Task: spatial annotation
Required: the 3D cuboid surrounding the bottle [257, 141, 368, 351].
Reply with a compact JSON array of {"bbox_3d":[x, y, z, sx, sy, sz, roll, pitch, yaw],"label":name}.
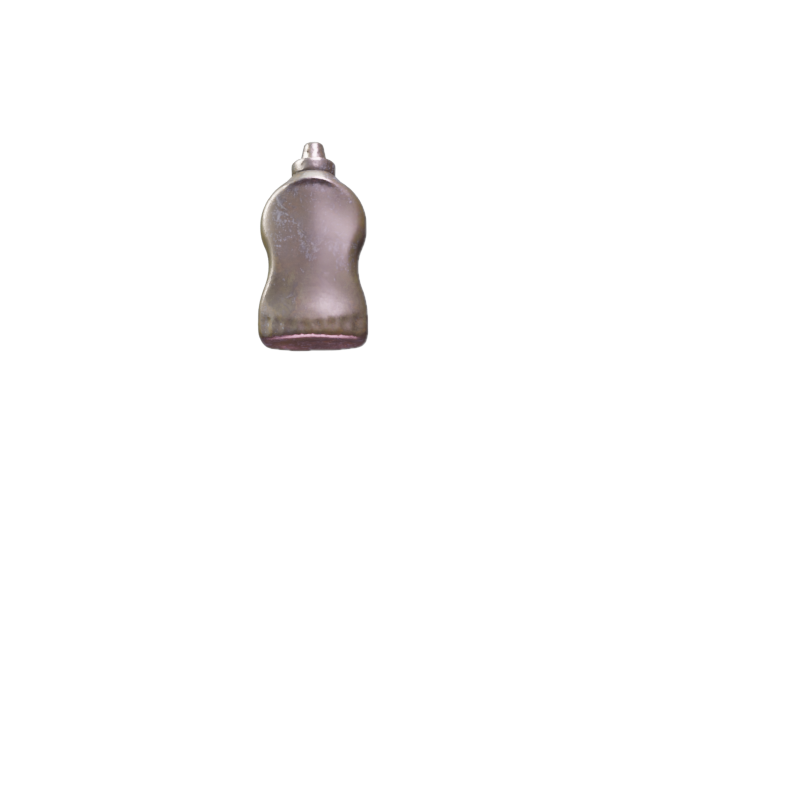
[{"bbox_3d":[-0.078,-0.142,0.999,0.096,0.200,0.056,-2,-18,4],"label":"bottle"}]
